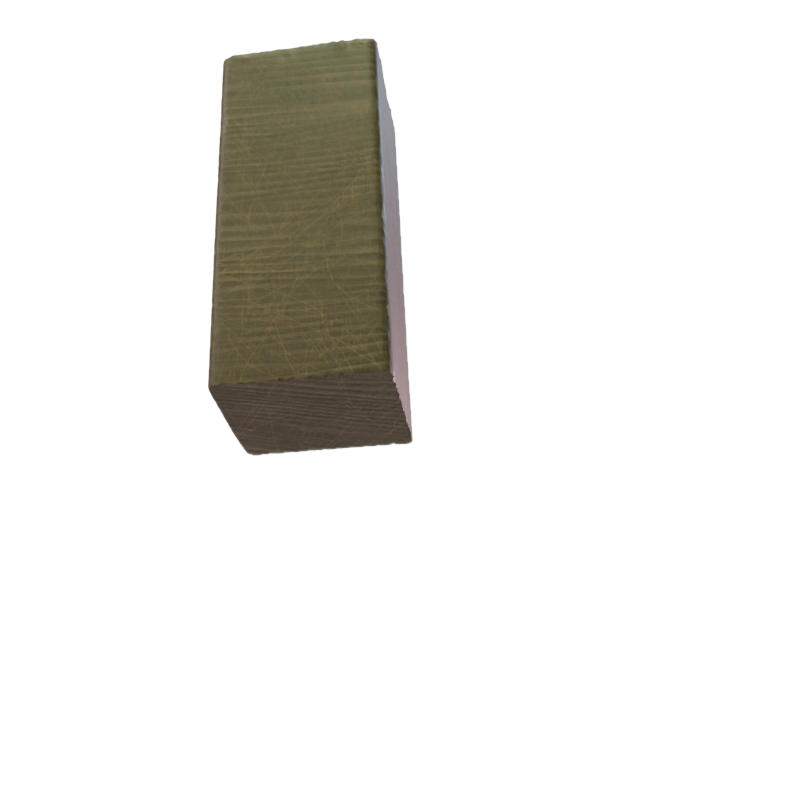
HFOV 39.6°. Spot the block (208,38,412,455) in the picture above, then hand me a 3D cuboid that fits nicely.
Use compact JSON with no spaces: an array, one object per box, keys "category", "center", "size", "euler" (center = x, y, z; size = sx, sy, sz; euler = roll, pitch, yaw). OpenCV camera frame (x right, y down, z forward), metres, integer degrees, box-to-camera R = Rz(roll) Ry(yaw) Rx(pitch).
[{"category":"block","center":[-0.048,-0.087,0.604],"size":[0.091,0.220,0.084],"euler":[-6,-30,7]}]
